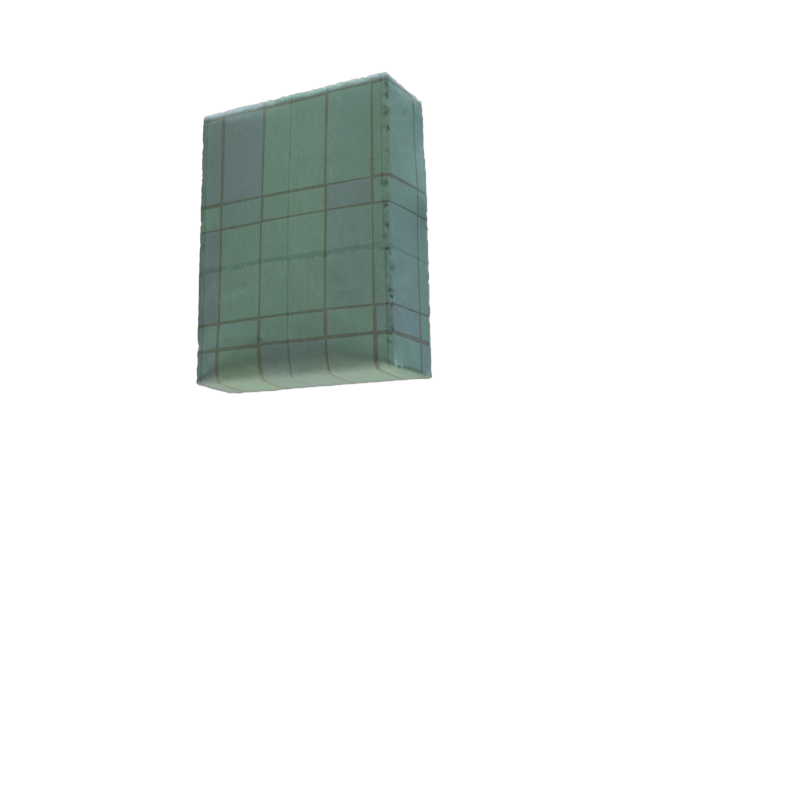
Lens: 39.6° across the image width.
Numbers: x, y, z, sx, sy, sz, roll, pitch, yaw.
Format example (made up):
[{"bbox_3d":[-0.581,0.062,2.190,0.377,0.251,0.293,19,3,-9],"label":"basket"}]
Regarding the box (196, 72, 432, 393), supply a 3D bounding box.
[{"bbox_3d":[-0.064,-0.118,0.823,0.168,0.222,0.068,-8,-16,27],"label":"box"}]
